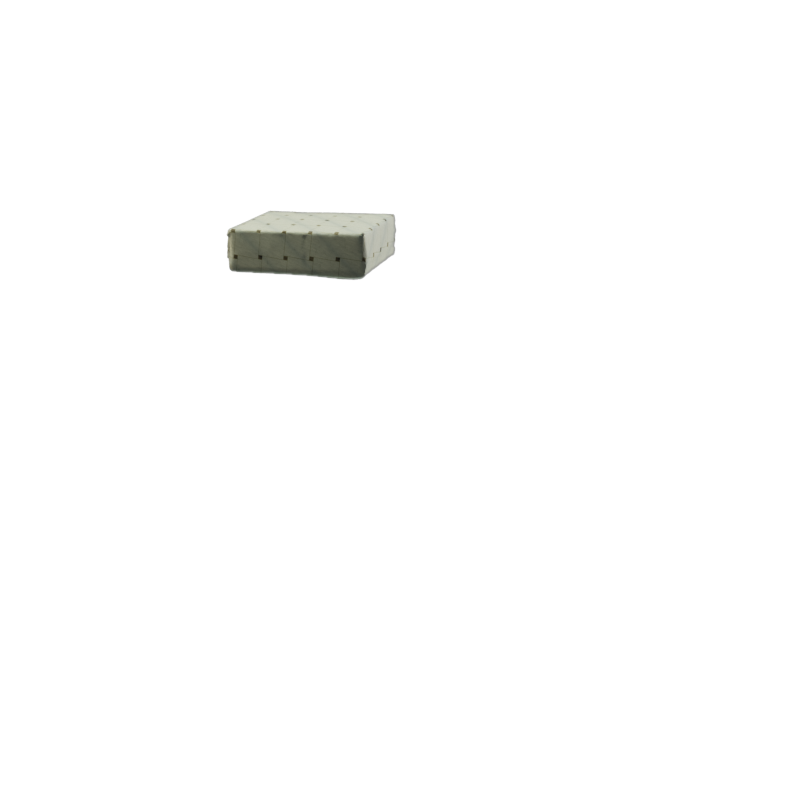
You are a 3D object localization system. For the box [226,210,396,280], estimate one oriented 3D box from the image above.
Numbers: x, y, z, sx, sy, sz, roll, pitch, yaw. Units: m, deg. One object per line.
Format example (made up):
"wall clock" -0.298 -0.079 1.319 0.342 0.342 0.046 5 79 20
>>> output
"box" -0.069 -0.125 0.877 0.116 0.037 0.091 6 20 16
